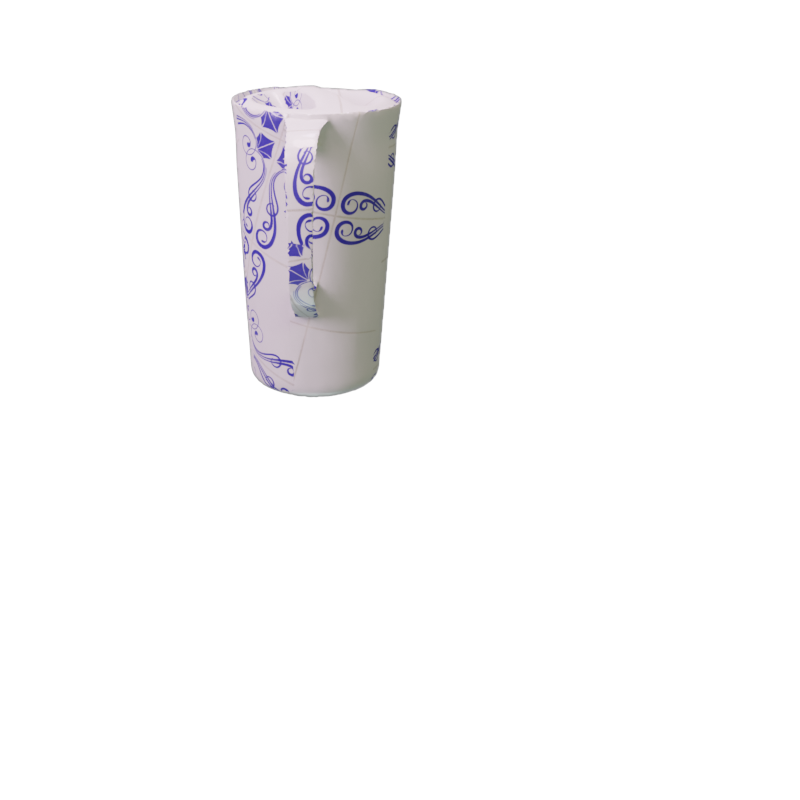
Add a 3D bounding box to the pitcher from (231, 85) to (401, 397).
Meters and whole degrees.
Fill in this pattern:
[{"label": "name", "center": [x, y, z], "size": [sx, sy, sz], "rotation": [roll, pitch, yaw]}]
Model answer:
[{"label": "pitcher", "center": [-0.070, -0.127, 0.891], "size": [0.146, 0.233, 0.154], "rotation": [-15, 25, -40]}]
